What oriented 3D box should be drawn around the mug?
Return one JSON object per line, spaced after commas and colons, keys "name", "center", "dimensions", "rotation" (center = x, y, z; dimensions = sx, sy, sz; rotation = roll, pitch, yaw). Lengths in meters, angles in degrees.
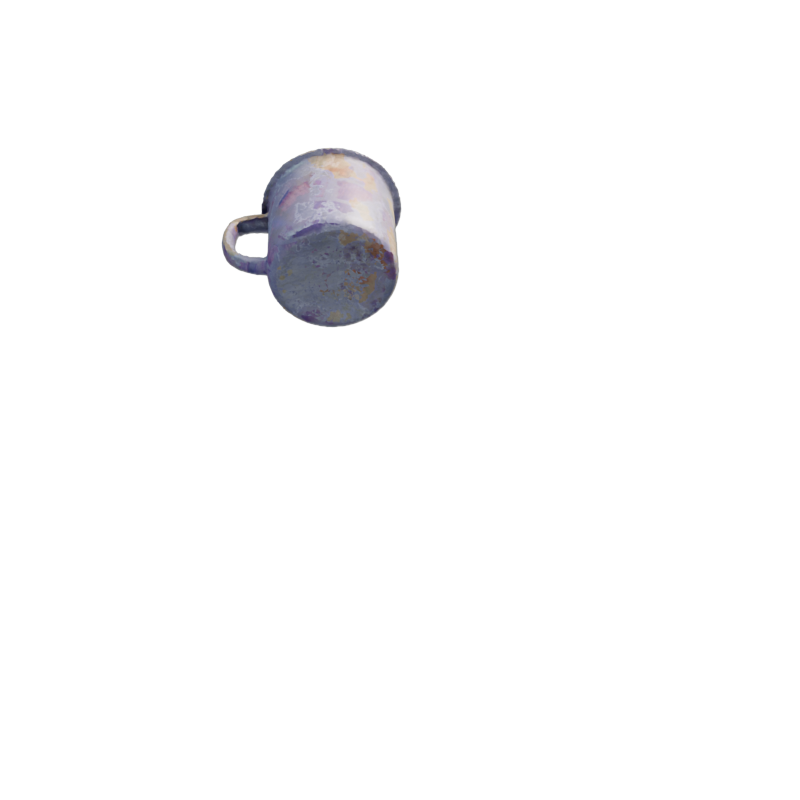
{"name": "mug", "center": [-0.055, -0.101, 0.707], "dimensions": [0.117, 0.087, 0.087], "rotation": [0, 37, -2]}
